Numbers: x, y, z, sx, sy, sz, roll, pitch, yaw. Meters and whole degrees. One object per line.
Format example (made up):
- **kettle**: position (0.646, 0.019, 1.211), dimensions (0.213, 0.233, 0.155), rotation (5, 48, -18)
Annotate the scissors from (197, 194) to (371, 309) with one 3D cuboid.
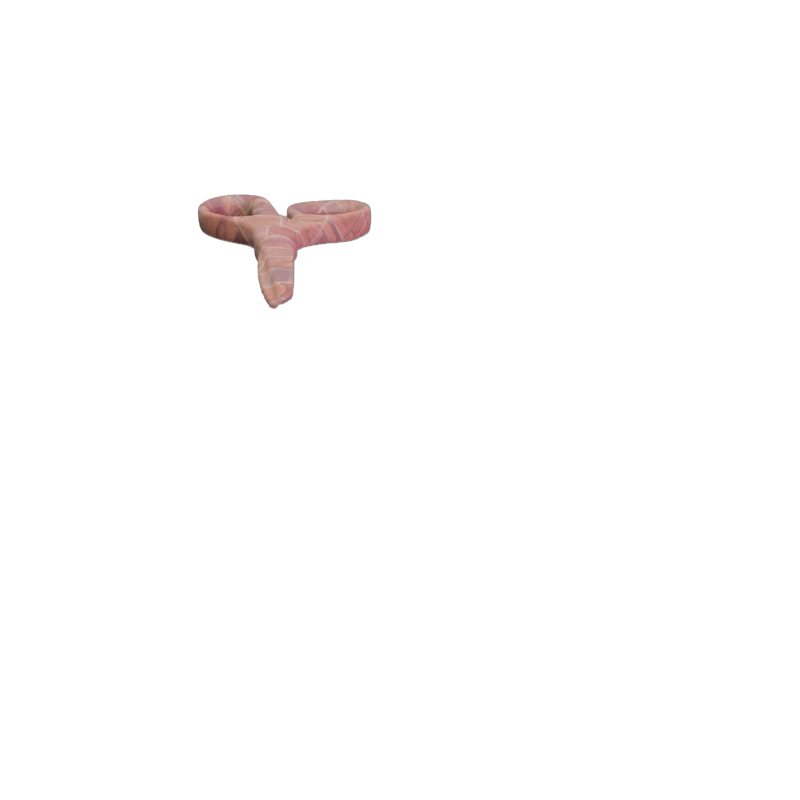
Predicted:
- **scissors**: position (-0.039, -0.072, 0.502), dimensions (0.094, 0.015, 0.213), rotation (-7, 21, -19)
